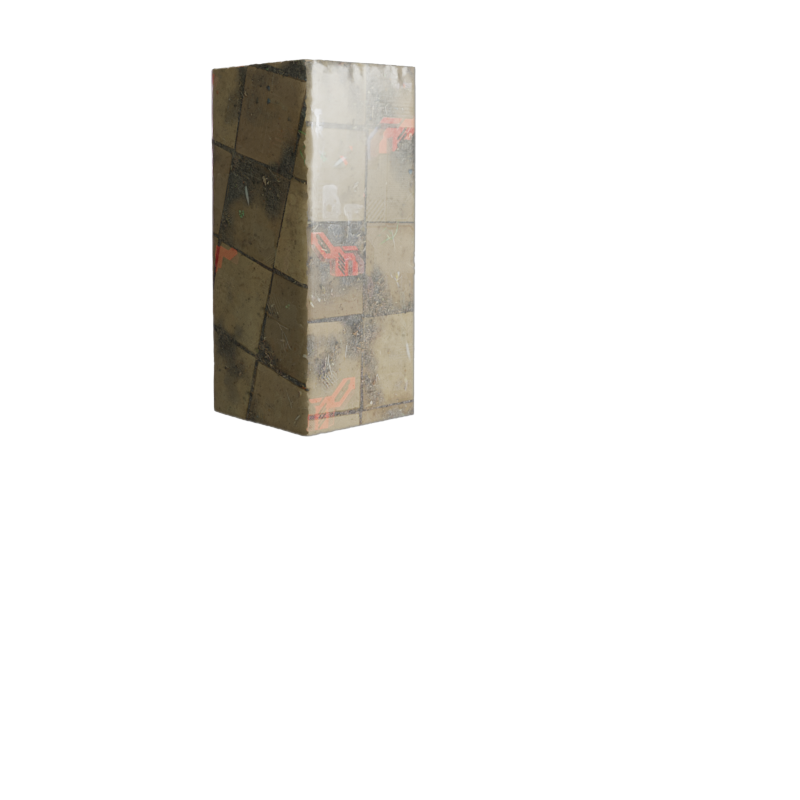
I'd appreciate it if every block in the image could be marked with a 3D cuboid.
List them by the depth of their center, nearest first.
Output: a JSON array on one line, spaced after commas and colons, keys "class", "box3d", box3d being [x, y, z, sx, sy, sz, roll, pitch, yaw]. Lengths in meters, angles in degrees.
[{"class": "block", "box3d": [-0.051, -0.094, 0.659, 0.088, 0.204, 0.094, -5, 7, -43]}]
